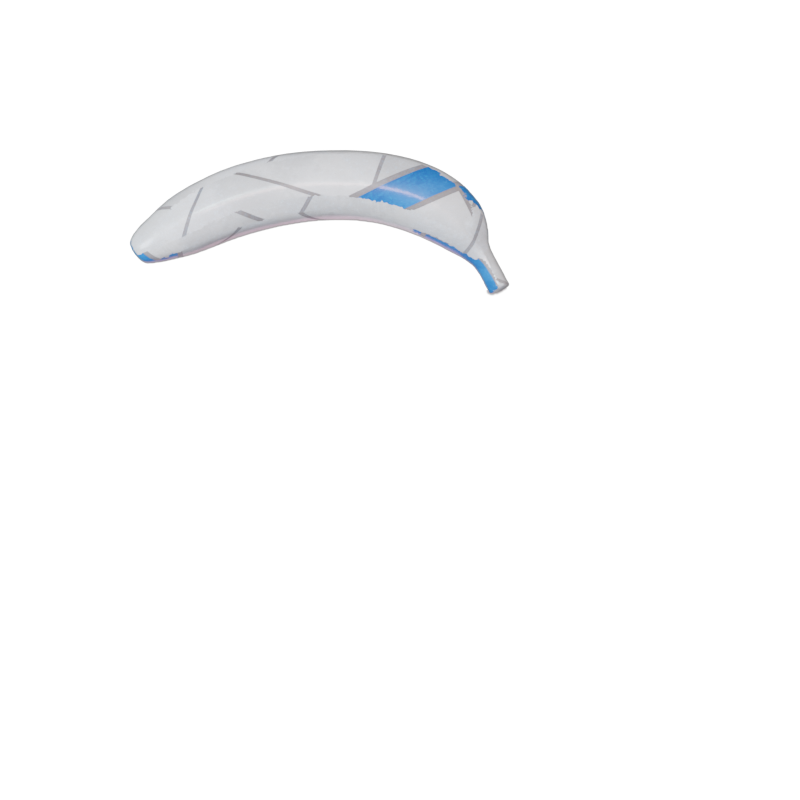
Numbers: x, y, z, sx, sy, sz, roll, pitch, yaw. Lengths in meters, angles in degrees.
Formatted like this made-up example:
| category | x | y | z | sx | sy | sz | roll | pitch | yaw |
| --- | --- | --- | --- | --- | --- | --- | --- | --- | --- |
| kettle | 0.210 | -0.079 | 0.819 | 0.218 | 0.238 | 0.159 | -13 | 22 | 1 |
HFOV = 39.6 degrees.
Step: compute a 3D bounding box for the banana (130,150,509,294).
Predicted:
| category | x | y | z | sx | sy | sz | roll | pitch | yaw |
| --- | --- | --- | --- | --- | --- | --- | --- | --- | --- |
| banana | -0.040 | -0.099 | 0.581 | 0.198 | 0.073 | 0.035 | 4 | -23 | 2 |
